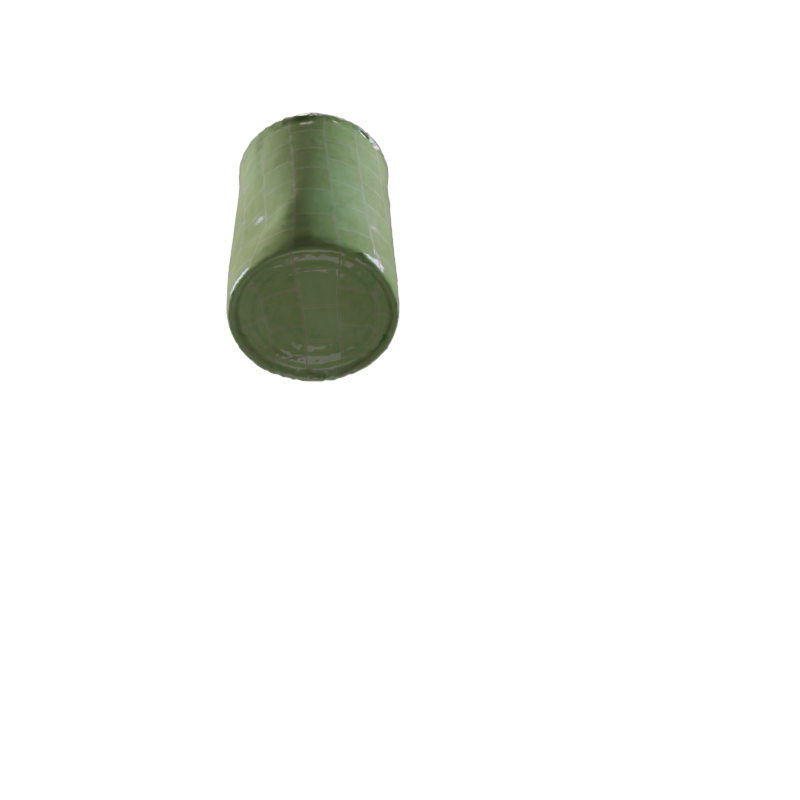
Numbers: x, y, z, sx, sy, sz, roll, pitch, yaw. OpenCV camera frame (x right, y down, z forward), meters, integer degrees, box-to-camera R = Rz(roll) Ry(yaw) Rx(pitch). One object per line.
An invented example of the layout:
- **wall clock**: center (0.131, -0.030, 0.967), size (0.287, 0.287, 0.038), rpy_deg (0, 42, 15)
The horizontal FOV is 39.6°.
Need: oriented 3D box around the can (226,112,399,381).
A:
- **can**: center (-0.036, -0.066, 0.461), size (0.068, 0.064, 0.109), rpy_deg (-1, 39, -3)
